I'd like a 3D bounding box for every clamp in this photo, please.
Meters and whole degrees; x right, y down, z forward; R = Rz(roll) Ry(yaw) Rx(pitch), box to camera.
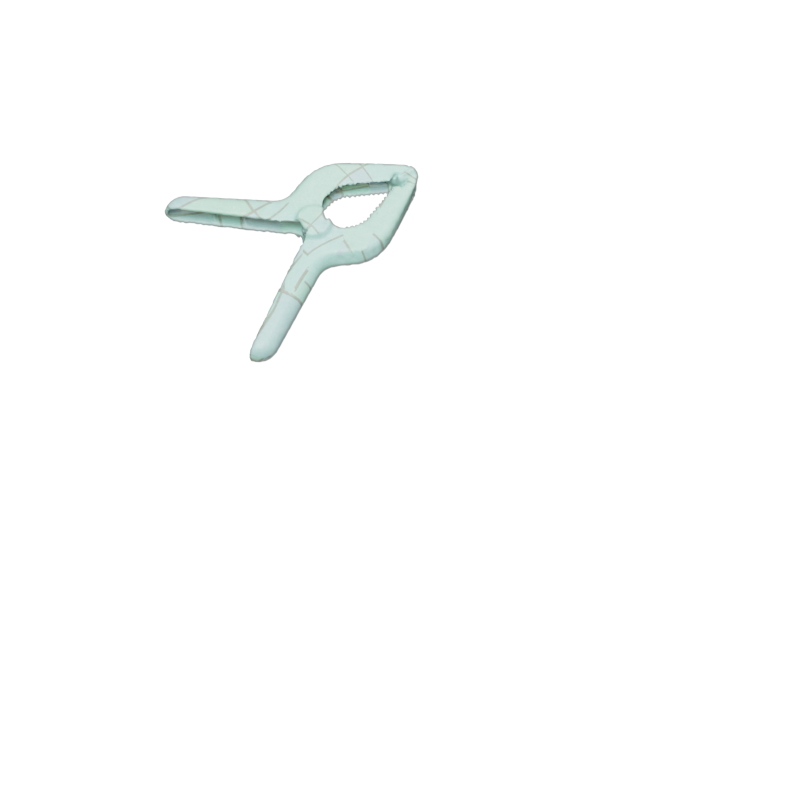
[{"bbox_3d":[-0.073,-0.132,0.926,0.209,0.175,0.034,-22,-23,-10],"label":"clamp"}]
